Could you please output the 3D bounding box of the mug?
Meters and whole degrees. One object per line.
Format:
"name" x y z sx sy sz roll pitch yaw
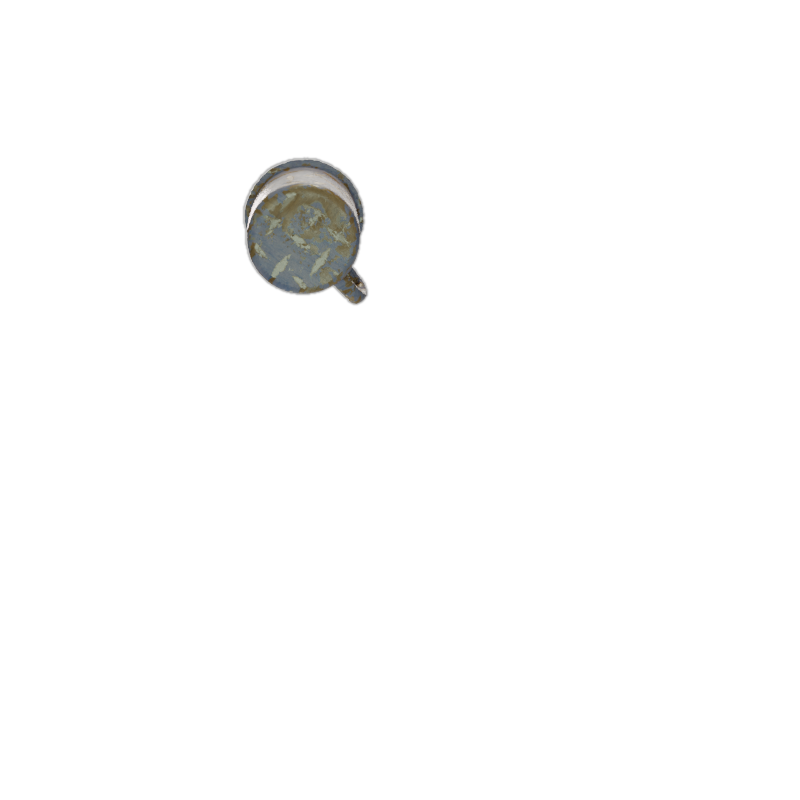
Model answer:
"mug" -0.064 -0.118 0.824 0.093 0.113 0.085 -35 14 8
